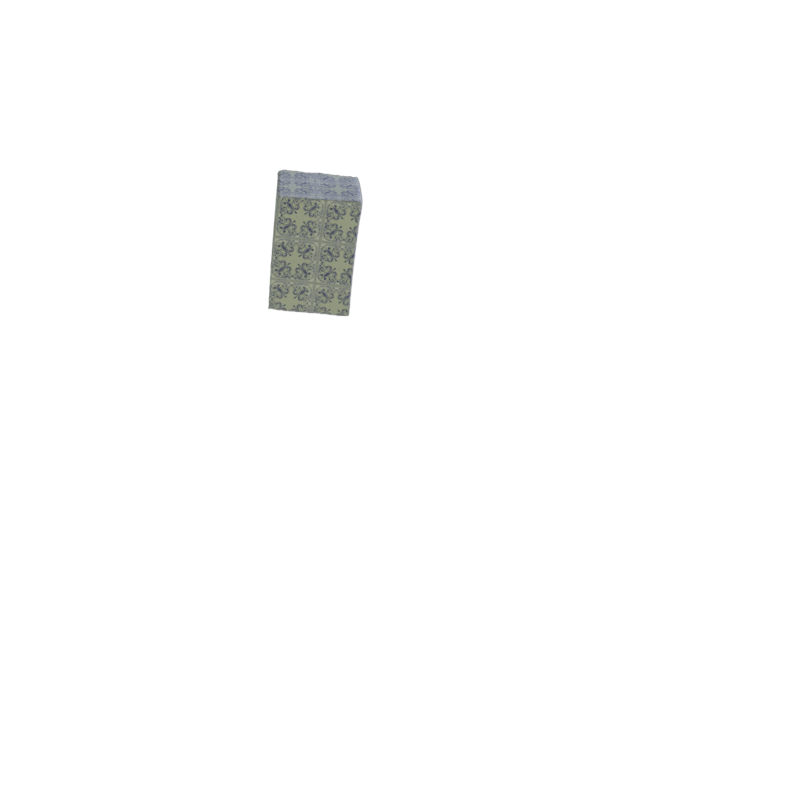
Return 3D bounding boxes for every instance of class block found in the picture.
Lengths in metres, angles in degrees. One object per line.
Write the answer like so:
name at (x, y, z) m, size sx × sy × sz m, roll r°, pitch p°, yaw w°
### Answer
block at (-0.054, -0.099, 0.692) m, size 0.052 × 0.074 × 0.054 m, roll 6°, pitch 26°, yaw -5°
